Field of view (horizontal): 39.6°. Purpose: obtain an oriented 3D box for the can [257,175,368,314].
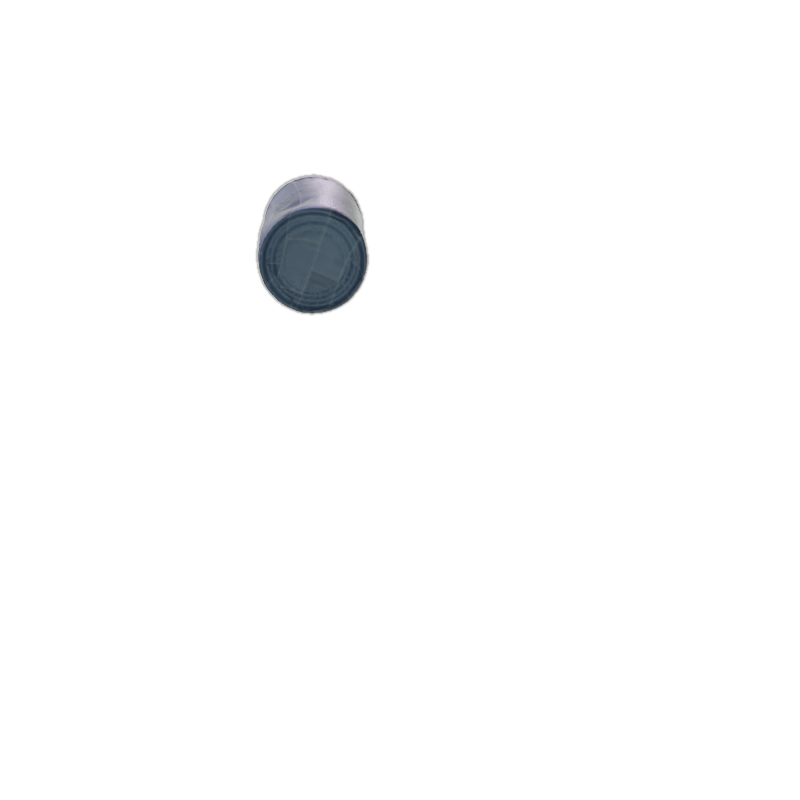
[{"bbox_3d":[-0.055,-0.101,0.707,0.068,0.066,0.106,0,19,-3],"label":"can"}]
